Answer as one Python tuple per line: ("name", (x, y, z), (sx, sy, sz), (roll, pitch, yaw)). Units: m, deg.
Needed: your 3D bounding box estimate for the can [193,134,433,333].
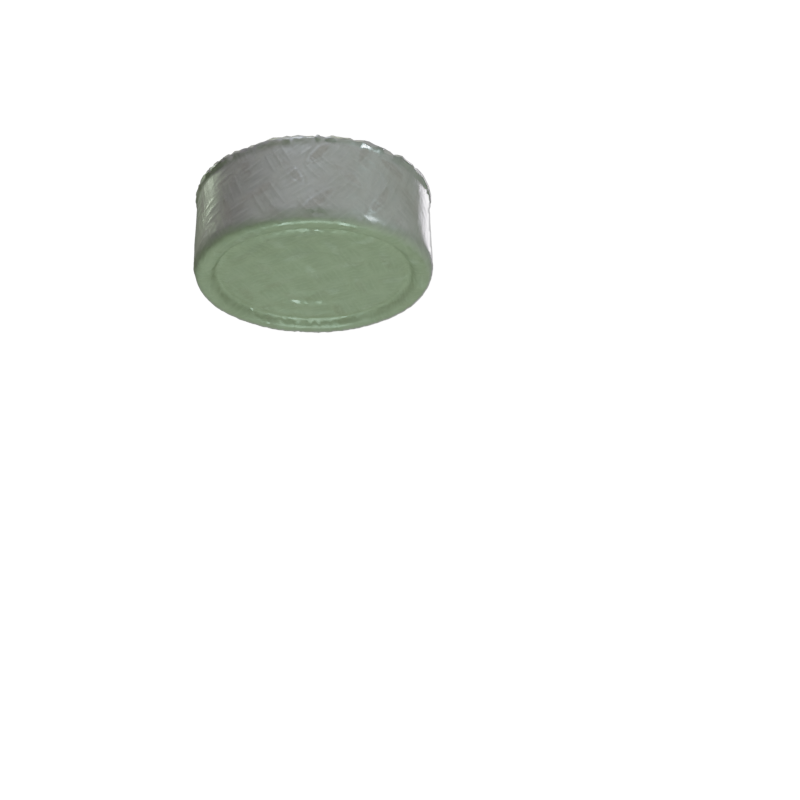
("can", (-0.031, -0.057, 0.397), (0.086, 0.036, 0.081), (1, -25, -2))
